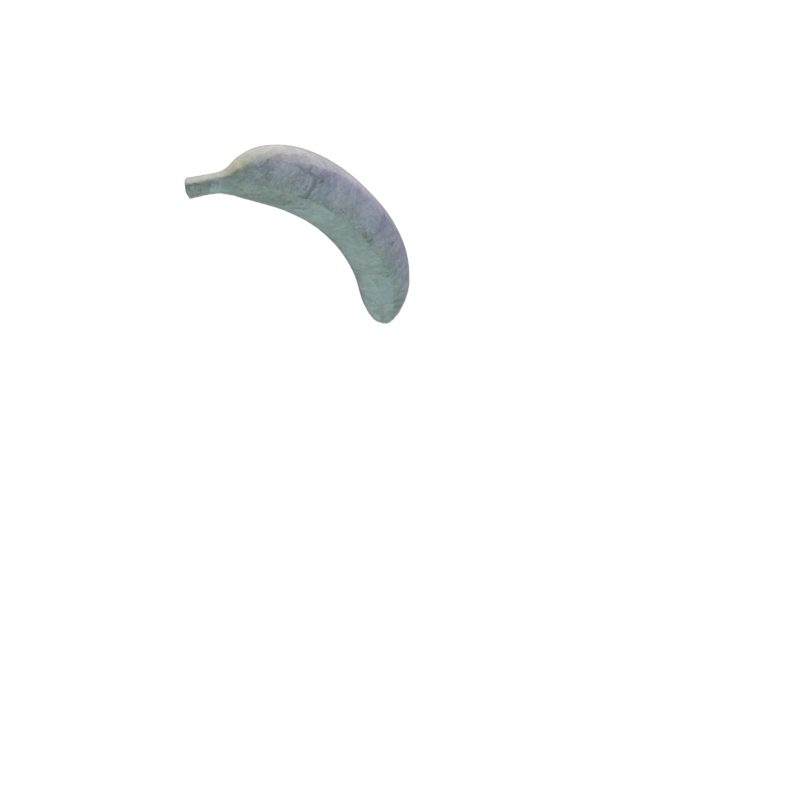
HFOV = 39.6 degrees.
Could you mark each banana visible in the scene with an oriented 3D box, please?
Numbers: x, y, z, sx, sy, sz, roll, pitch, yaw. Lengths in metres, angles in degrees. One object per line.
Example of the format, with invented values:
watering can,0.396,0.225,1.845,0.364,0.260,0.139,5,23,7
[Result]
banana,-0.041,-0.105,0.676,0.070,0.039,0.184,-22,-36,31
